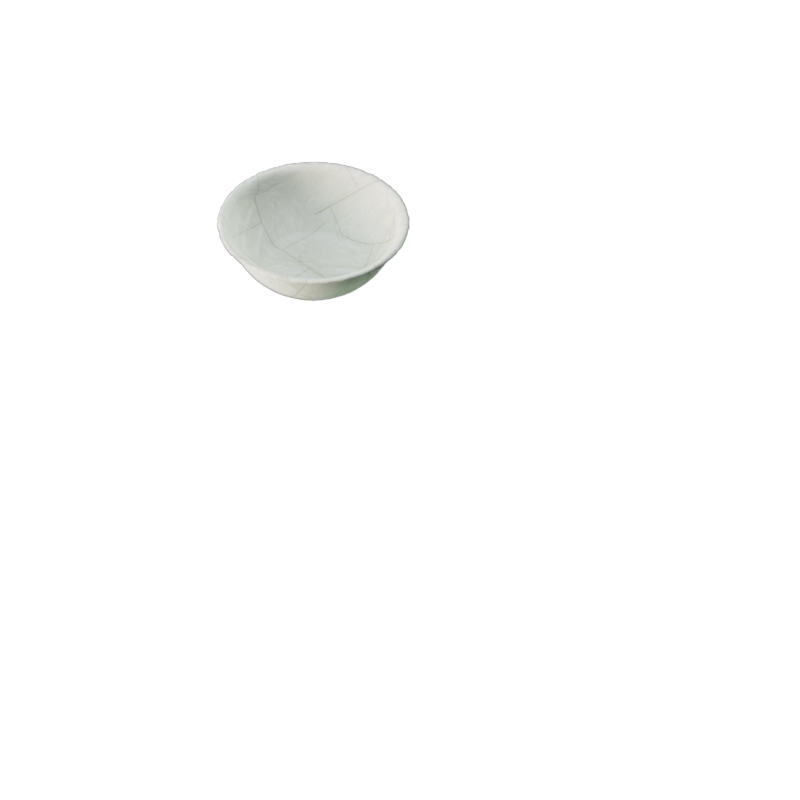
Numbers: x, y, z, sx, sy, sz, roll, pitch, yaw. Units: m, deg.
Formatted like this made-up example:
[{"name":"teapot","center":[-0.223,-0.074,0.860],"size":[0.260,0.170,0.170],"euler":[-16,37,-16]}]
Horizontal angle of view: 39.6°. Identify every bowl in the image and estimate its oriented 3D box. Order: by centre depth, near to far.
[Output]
[{"name":"bowl","center":[-0.074,-0.135,0.949],"size":[0.162,0.051,0.174],"euler":[-1,44,-1]}]
